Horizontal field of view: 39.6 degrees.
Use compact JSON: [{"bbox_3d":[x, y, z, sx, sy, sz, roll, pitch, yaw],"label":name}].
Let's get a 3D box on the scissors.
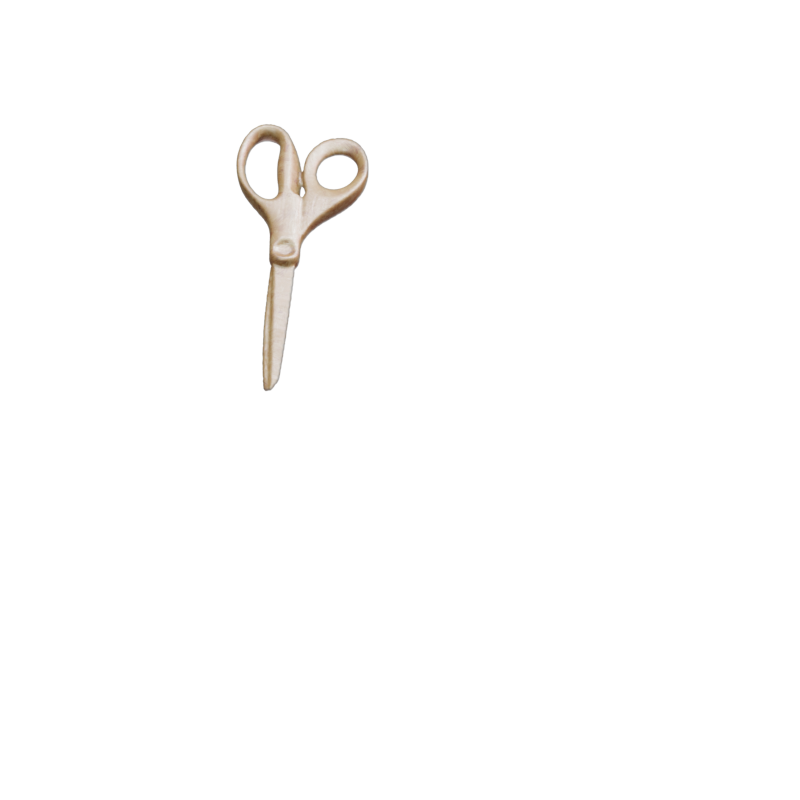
[{"bbox_3d":[-0.055,-0.099,0.696,0.095,0.217,0.015,-10,-34,-7],"label":"scissors"}]
